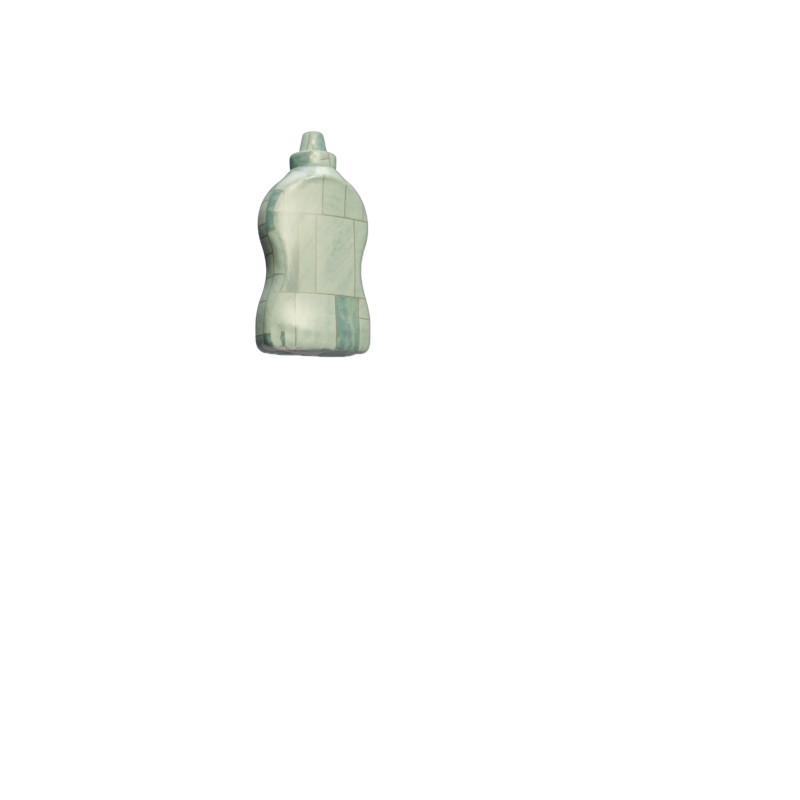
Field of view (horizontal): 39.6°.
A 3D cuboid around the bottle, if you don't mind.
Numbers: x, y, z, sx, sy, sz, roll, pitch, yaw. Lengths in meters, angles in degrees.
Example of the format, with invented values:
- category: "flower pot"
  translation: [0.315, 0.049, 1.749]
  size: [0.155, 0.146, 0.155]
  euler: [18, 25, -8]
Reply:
- category: "bottle"
  translation: [-0.074, -0.135, 0.944]
  size: [0.093, 0.197, 0.059]
  euler: [3, -11, -23]
